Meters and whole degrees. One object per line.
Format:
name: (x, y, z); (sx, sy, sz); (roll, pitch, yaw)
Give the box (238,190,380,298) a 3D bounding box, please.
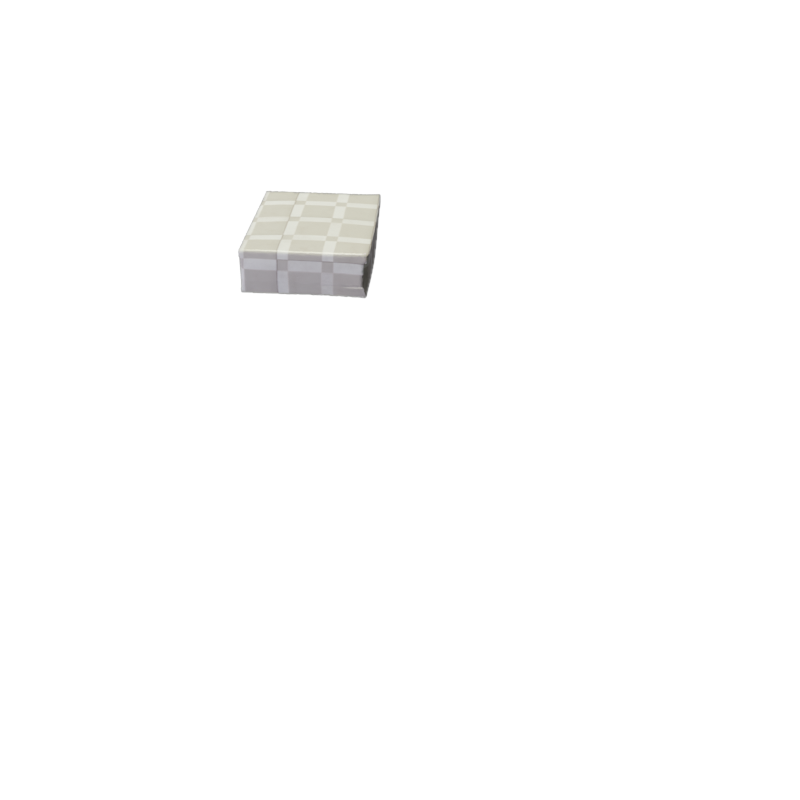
box: (-0.063, -0.115, 0.804); (0.091, 0.037, 0.119); (3, 29, 4)
